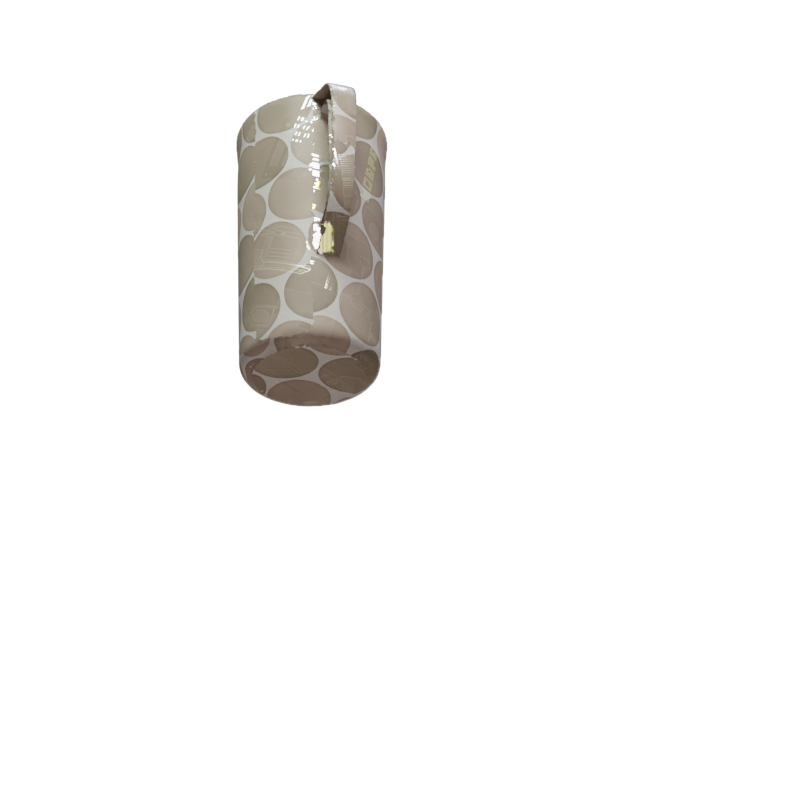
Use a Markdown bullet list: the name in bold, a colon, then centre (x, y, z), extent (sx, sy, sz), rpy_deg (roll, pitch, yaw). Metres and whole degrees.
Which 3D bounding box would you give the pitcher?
- **pitcher**: centre (-0.071, -0.129, 0.901), extent (0.146, 0.260, 0.138), rpy_deg (-18, -37, 21)
